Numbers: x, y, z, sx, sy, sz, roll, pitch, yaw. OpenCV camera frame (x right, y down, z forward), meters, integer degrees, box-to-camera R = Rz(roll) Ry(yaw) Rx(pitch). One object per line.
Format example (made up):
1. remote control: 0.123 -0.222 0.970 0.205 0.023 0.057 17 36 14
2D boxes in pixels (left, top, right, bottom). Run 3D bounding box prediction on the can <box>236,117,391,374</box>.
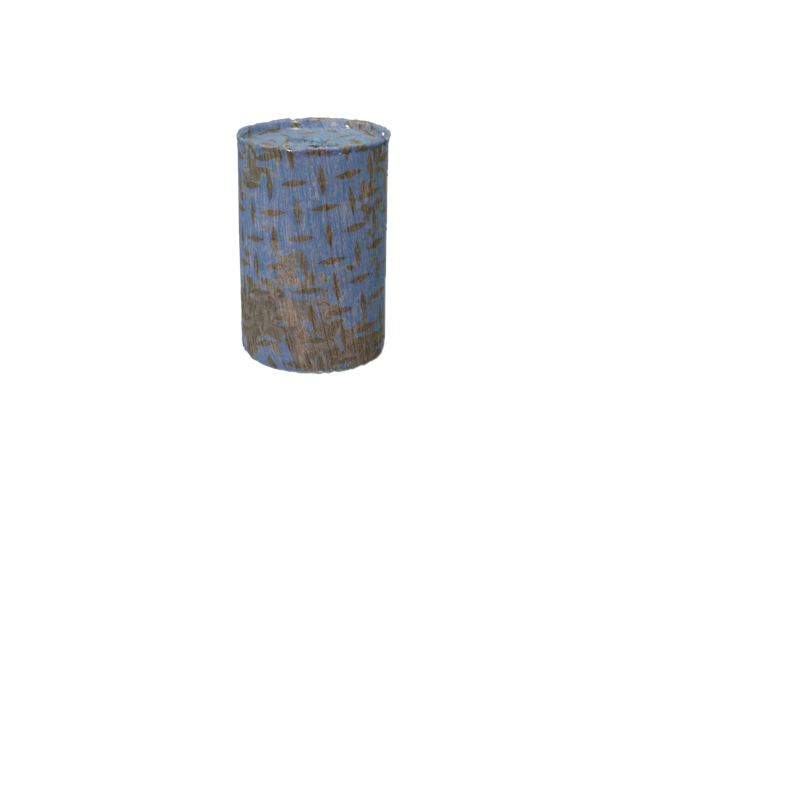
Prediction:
1. can: -0.039 -0.072 0.502 0.068 0.098 0.072 0 20 -2
